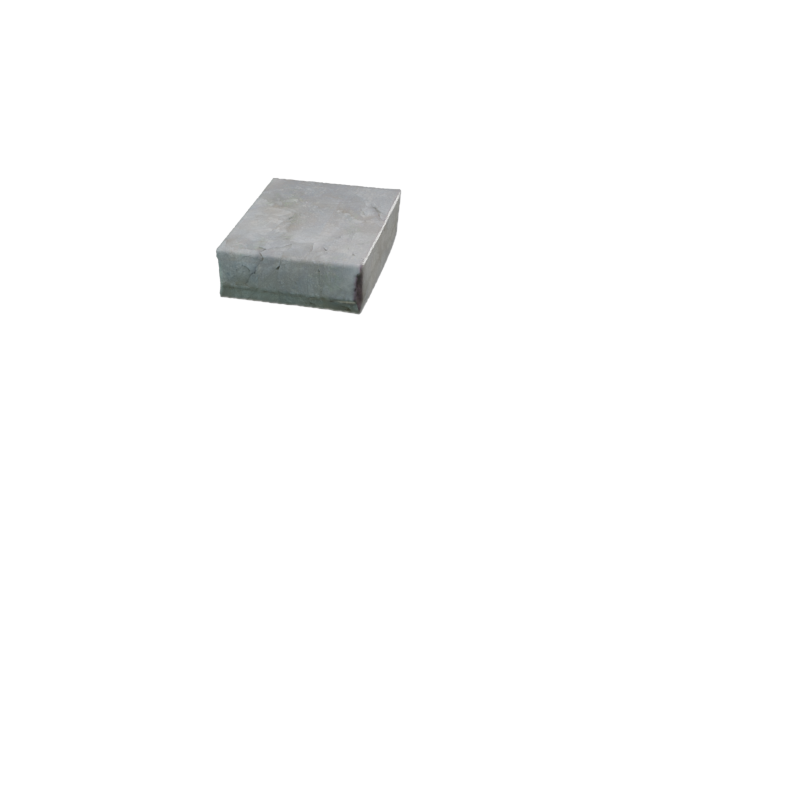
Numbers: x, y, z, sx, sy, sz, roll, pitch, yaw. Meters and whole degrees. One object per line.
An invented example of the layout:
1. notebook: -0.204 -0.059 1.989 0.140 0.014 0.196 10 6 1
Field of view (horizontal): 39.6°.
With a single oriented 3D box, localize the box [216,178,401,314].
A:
1. box: -0.054 -0.099 0.696 0.092 0.037 0.118 7 32 11
